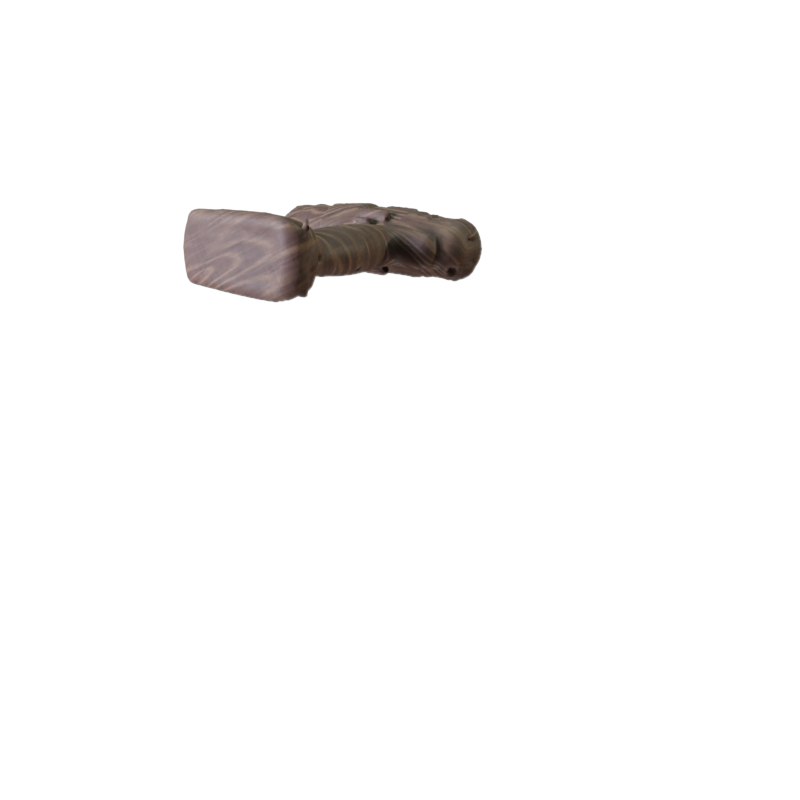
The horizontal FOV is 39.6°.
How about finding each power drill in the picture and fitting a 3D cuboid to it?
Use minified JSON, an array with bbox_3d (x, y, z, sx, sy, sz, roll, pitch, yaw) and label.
[{"bbox_3d":[-0.063,-0.114,0.801,0.194,0.056,0.183,12,18,39],"label":"power drill"}]
